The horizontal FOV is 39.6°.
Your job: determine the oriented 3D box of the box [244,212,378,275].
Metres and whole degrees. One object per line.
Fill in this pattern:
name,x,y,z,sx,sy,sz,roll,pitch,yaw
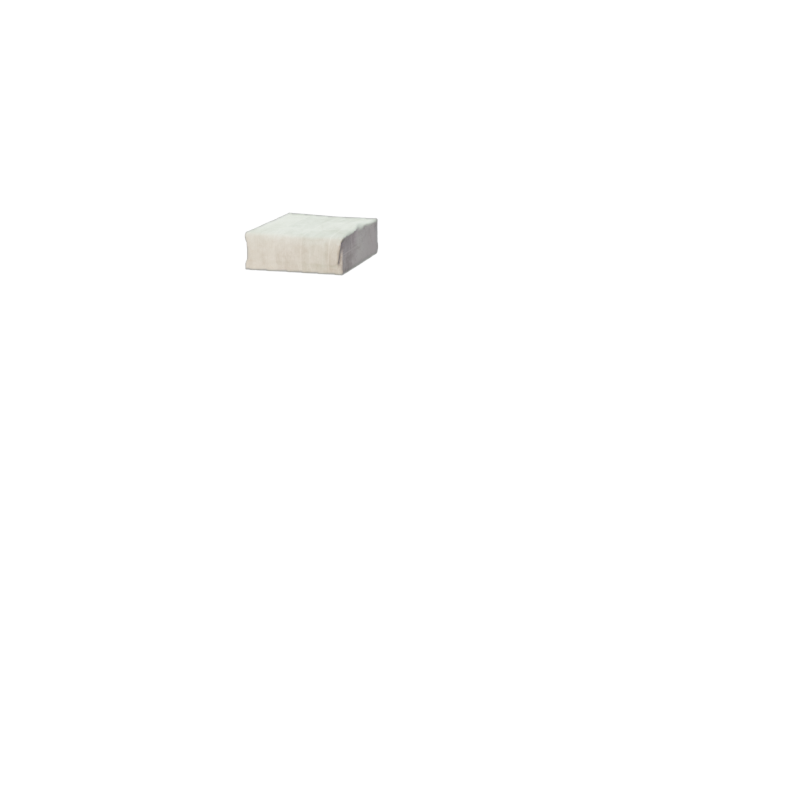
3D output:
box,-0.063,-0.115,0.805,0.075,0.029,0.090,6,18,17
